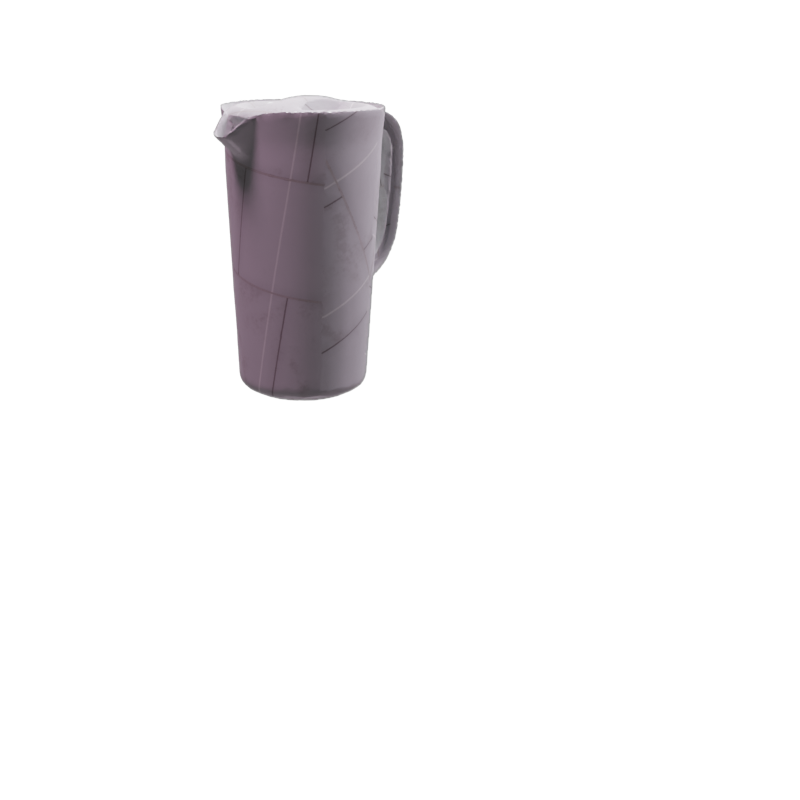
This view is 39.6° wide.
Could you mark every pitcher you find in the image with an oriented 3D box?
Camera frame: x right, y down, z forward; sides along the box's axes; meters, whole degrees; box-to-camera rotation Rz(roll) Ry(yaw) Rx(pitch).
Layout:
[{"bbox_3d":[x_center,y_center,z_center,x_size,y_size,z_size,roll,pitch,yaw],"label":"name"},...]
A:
[{"bbox_3d":[-0.072,-0.132,0.925,0.150,0.235,0.149,1,15,1],"label":"pitcher"}]
